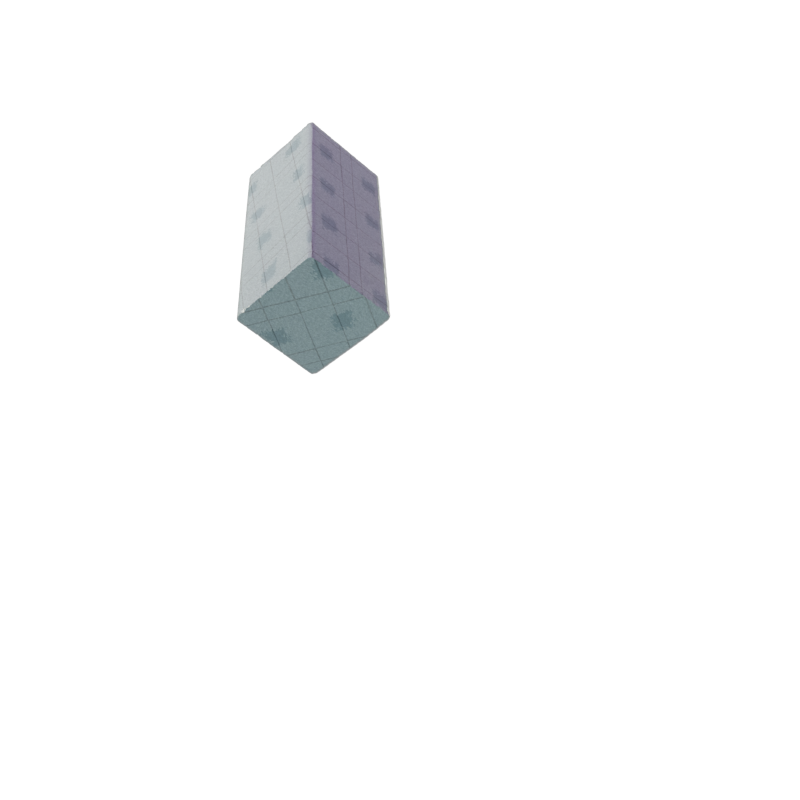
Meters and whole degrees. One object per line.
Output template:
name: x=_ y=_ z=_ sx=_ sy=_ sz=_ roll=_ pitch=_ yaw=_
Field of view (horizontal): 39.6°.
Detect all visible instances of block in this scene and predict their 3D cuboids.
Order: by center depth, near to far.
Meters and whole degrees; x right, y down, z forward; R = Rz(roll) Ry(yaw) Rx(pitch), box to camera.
block: x=-0.075 y=-0.136 z=0.958 sx=0.089 sy=0.221 sz=0.085 roll=-38 pitch=-57 yaw=25
